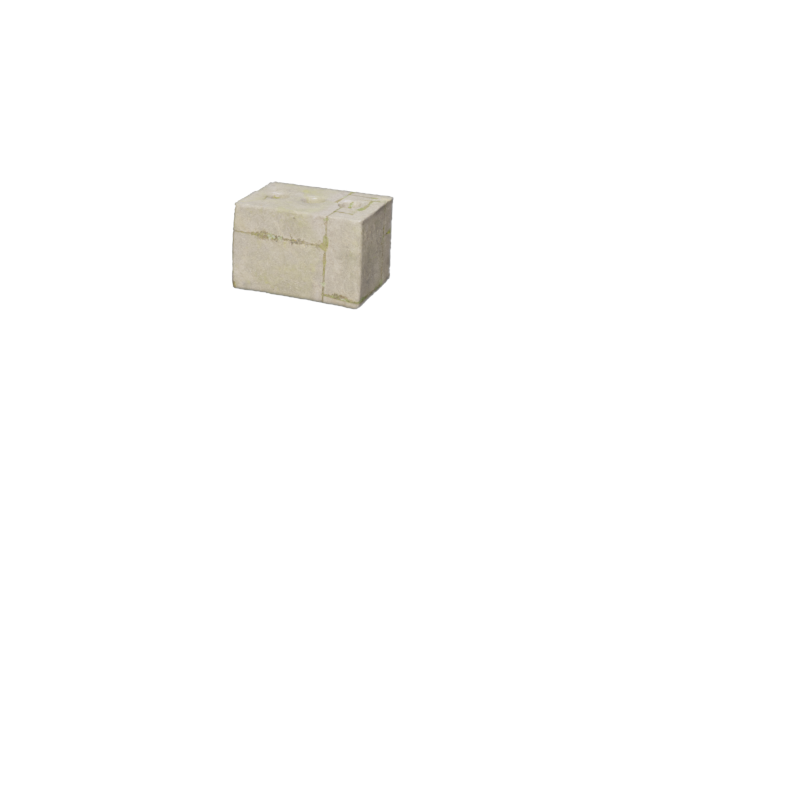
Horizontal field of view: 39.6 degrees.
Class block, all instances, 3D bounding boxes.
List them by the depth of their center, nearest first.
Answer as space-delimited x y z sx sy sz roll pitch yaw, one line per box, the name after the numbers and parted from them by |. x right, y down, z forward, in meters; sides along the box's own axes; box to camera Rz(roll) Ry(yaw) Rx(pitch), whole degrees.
-0.049 -0.089 0.623 0.081 0.049 0.054 10 25 20 | block
